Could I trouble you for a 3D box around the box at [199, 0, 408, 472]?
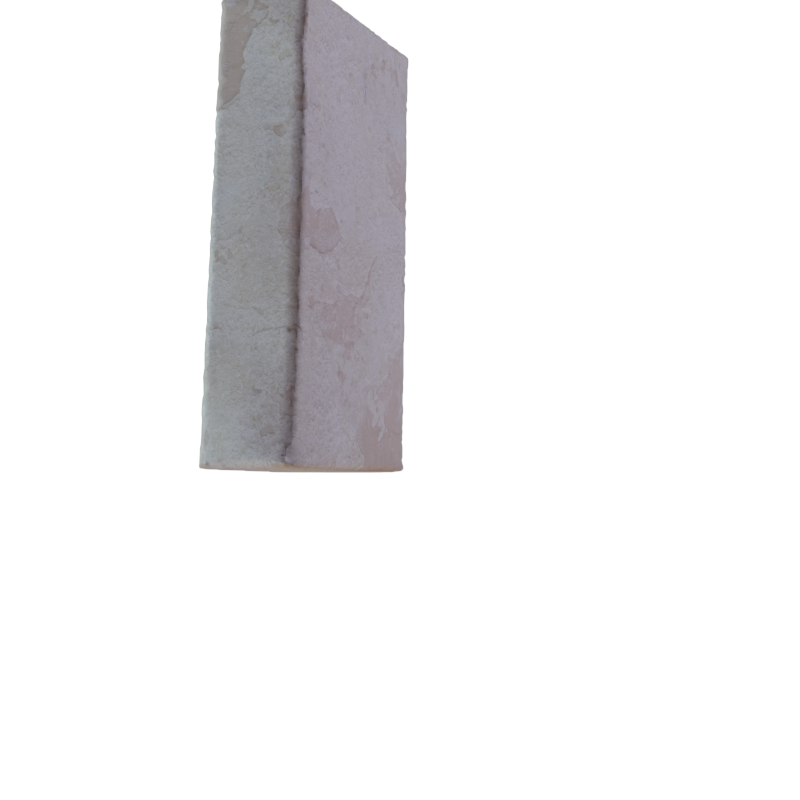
[{"bbox_3d":[-0.034,-0.062,0.433,0.049,0.181,0.089,-6,-12,26],"label":"box"}]
